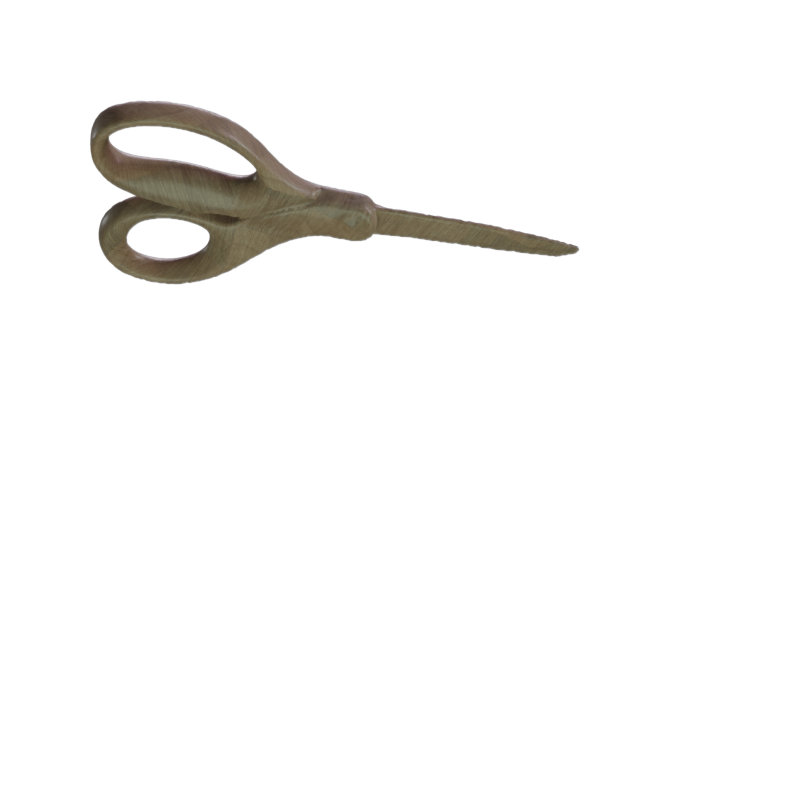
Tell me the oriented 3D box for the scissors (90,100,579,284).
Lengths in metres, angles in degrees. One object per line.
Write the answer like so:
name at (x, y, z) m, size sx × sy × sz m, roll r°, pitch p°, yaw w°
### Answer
scissors at (-0.036, -0.065, 0.457) m, size 0.194 × 0.017 × 0.093 m, roll 19°, pitch -45°, yaw -20°
